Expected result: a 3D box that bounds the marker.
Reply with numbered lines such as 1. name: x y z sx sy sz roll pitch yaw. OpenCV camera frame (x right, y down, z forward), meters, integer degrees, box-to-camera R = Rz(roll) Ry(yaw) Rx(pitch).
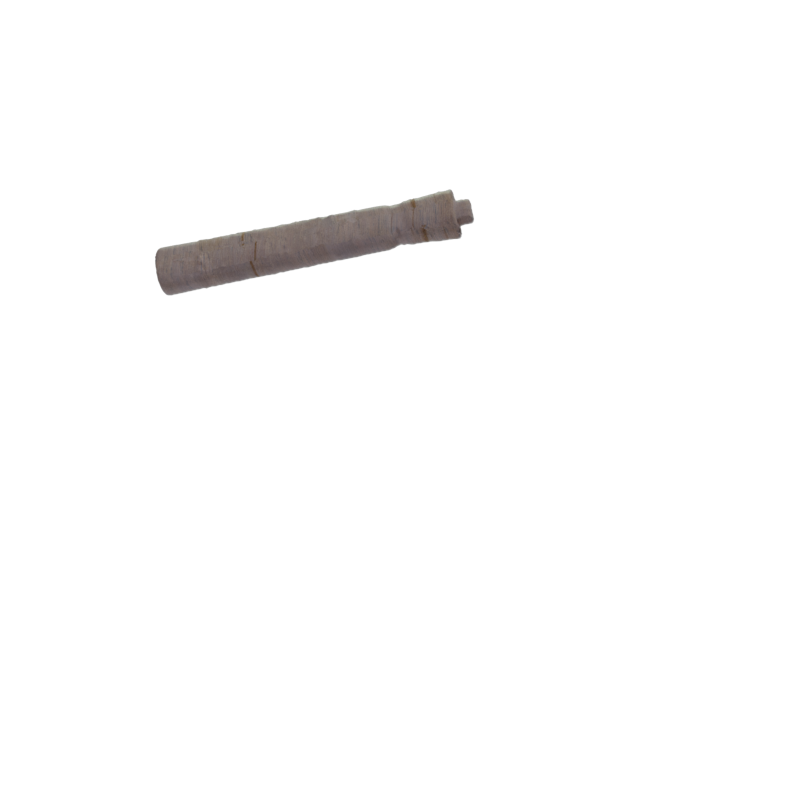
1. marker: -0.033 -0.060 0.419 0.122 0.020 0.020 -10 3 10
